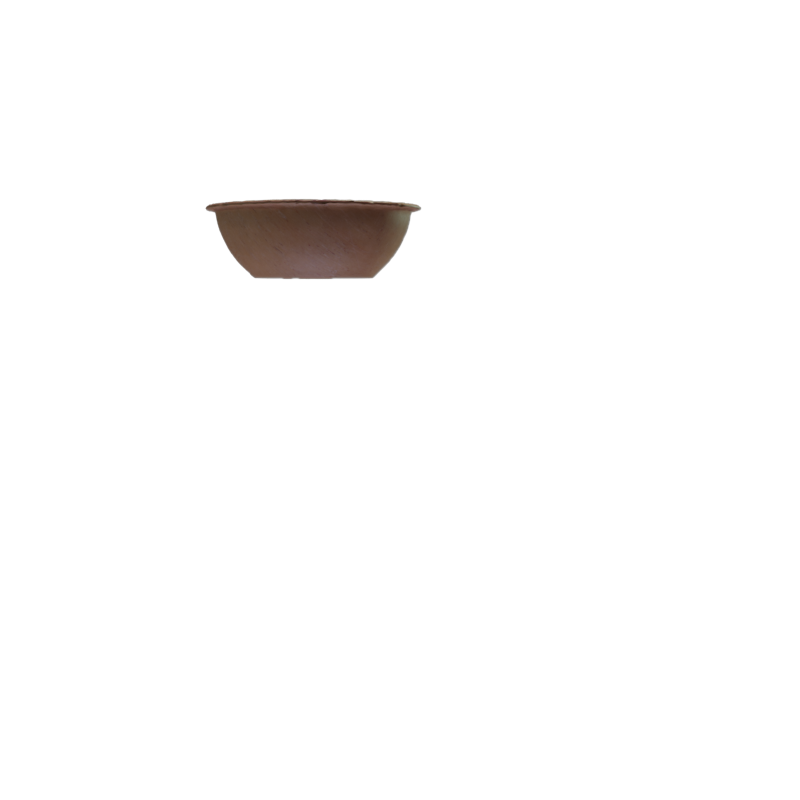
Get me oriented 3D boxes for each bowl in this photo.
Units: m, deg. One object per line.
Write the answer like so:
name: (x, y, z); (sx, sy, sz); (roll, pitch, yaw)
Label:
bowl: (-0.065, -0.119, 0.833); (0.162, 0.055, 0.163); (0, 6, -2)
